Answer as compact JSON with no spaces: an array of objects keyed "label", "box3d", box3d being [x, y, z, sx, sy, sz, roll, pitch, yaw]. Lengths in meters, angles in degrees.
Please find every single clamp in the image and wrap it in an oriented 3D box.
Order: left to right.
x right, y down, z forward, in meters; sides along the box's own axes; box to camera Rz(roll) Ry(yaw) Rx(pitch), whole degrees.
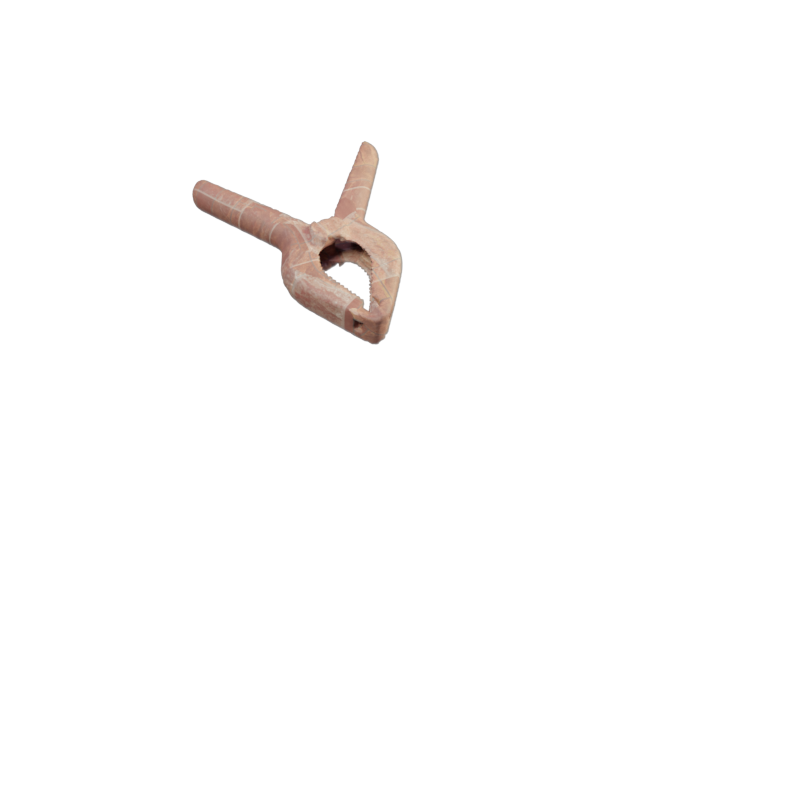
[{"label":"clamp","box3d":[-0.069,-0.125,0.876,0.163,0.227,0.034,-12,-41,-11]}]
